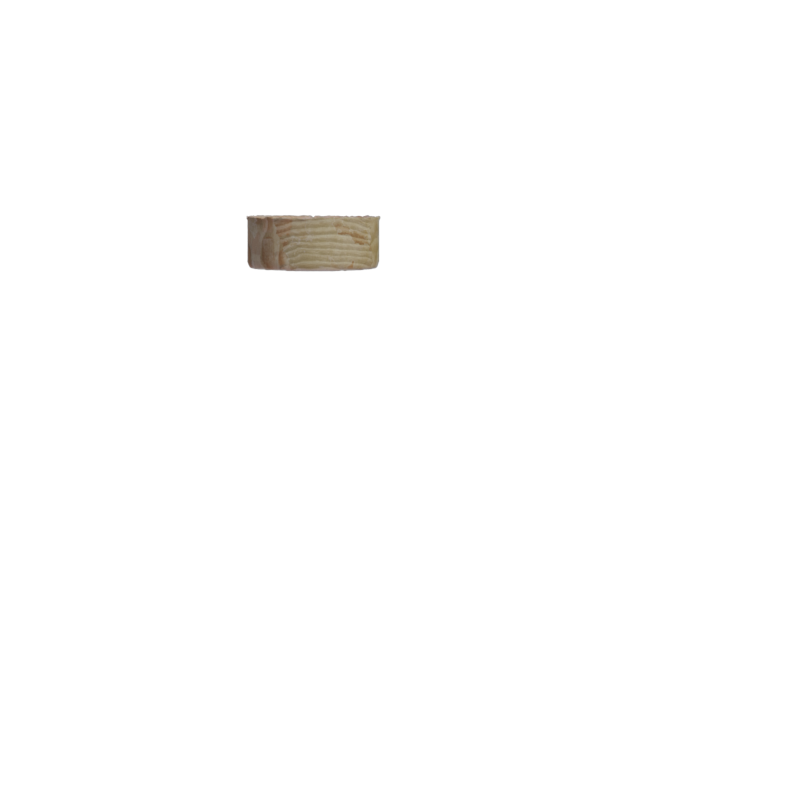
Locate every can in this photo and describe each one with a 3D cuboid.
[{"bbox_3d":[-0.056,-0.101,0.710,0.086,0.033,0.087,0,9,-2],"label":"can"}]
